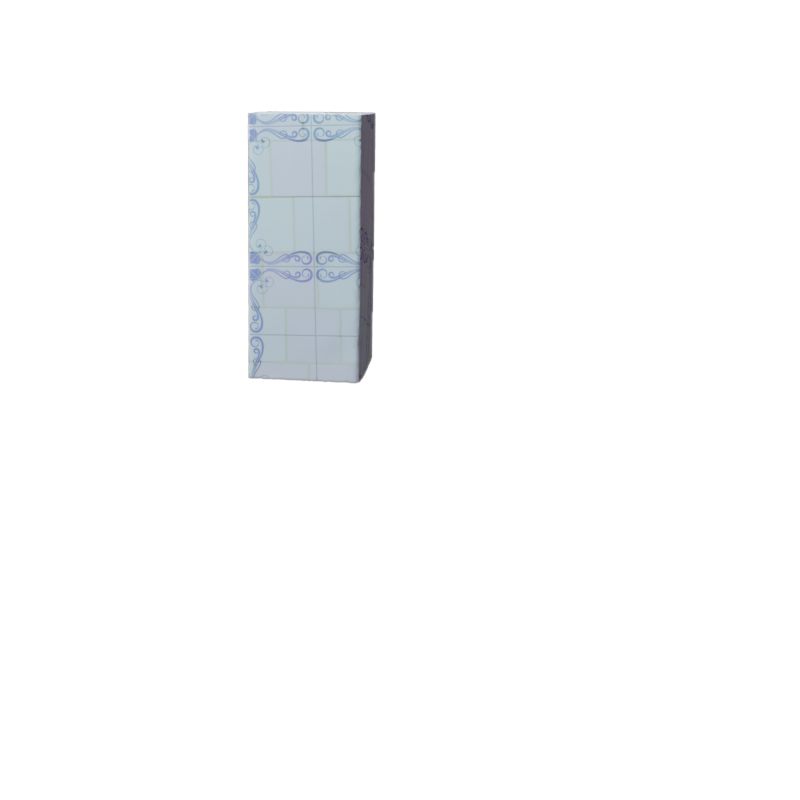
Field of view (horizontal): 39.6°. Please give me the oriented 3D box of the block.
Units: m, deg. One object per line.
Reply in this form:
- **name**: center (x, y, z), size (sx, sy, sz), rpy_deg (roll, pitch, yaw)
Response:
- **block**: center (-0.069, -0.127, 0.887), size (0.092, 0.202, 0.091), rpy_deg (2, 9, 8)
